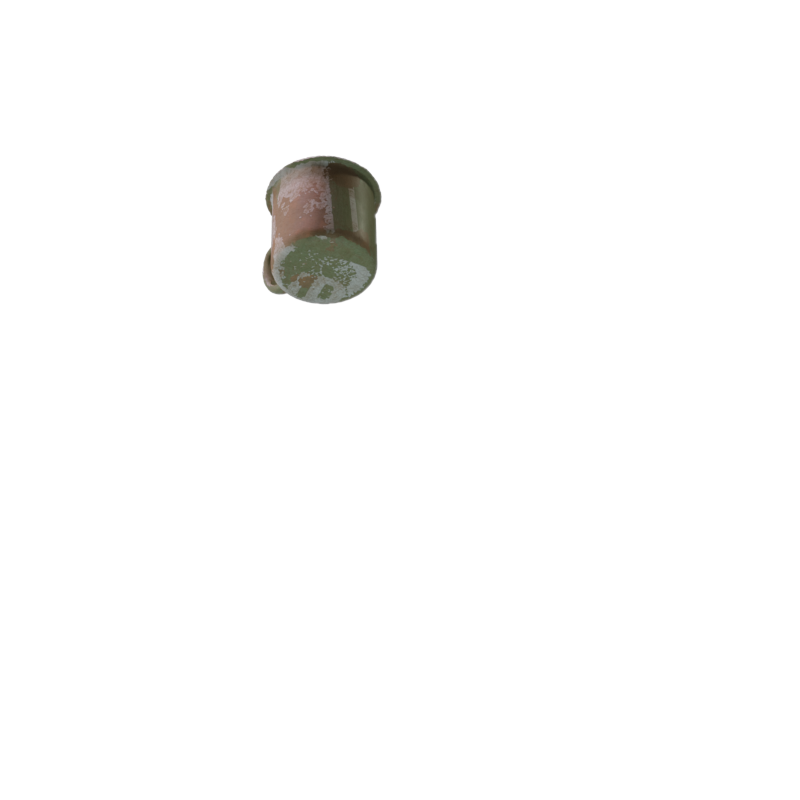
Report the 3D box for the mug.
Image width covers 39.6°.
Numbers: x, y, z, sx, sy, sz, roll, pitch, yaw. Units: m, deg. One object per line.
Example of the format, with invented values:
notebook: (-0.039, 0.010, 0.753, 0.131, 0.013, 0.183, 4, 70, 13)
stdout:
mug: (-0.068, -0.124, 0.871, 0.116, 0.087, 0.087, -32, -48, 32)
